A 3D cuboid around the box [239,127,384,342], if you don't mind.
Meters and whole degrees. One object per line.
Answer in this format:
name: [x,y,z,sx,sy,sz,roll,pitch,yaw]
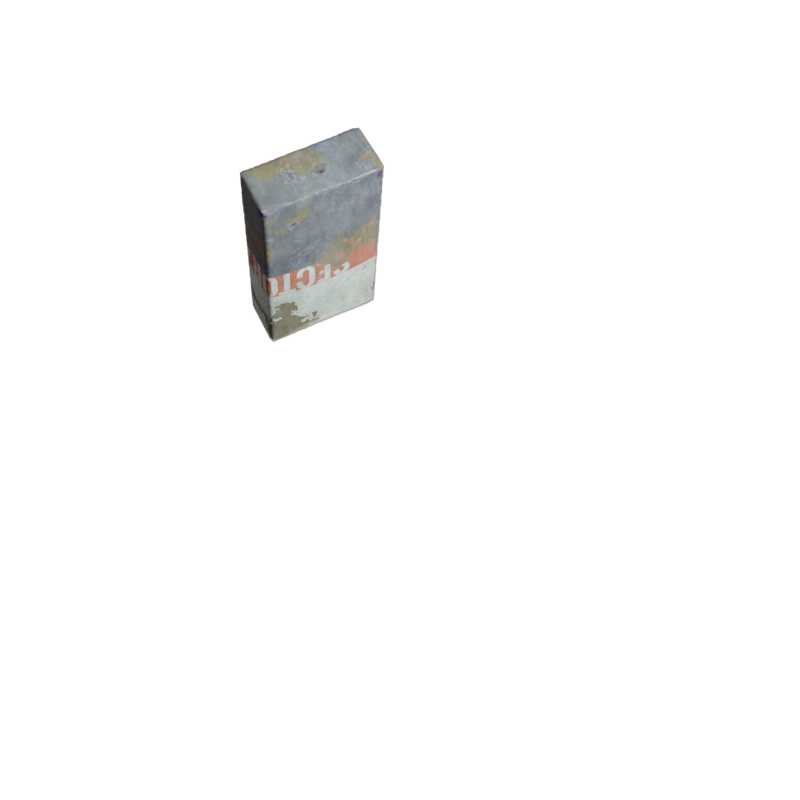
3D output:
box: [-0.063,-0.115,0.810,0.093,0.051,0.166,-24,-21,-14]
